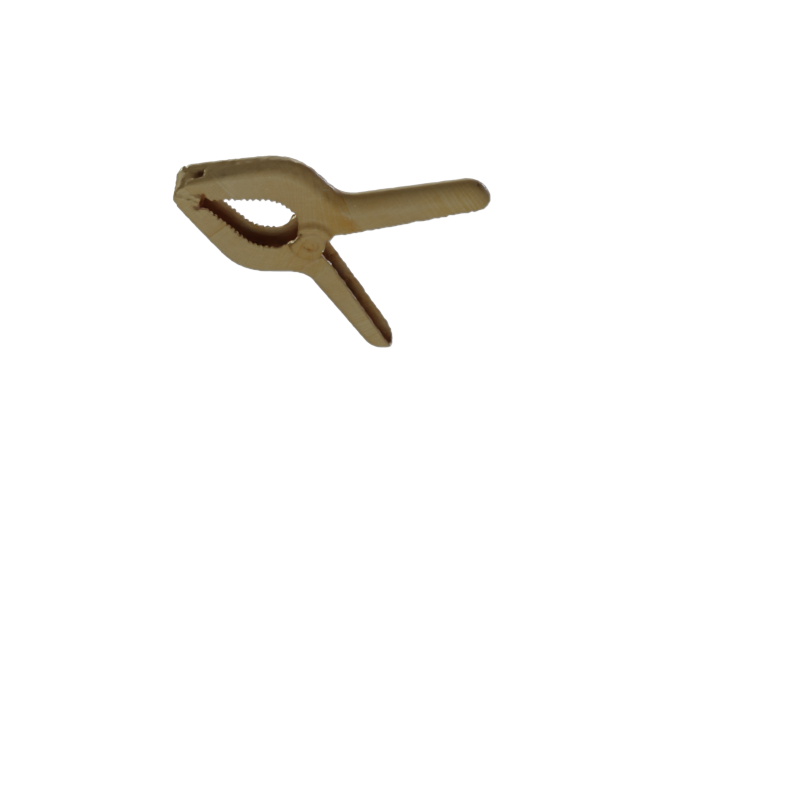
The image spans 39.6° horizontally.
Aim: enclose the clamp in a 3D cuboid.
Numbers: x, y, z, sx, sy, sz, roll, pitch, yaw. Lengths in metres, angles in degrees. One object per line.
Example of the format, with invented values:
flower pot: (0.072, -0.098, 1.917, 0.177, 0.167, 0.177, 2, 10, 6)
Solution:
clamp: (-0.062, -0.113, 0.789, 0.206, 0.157, 0.039, 13, 41, -12)
